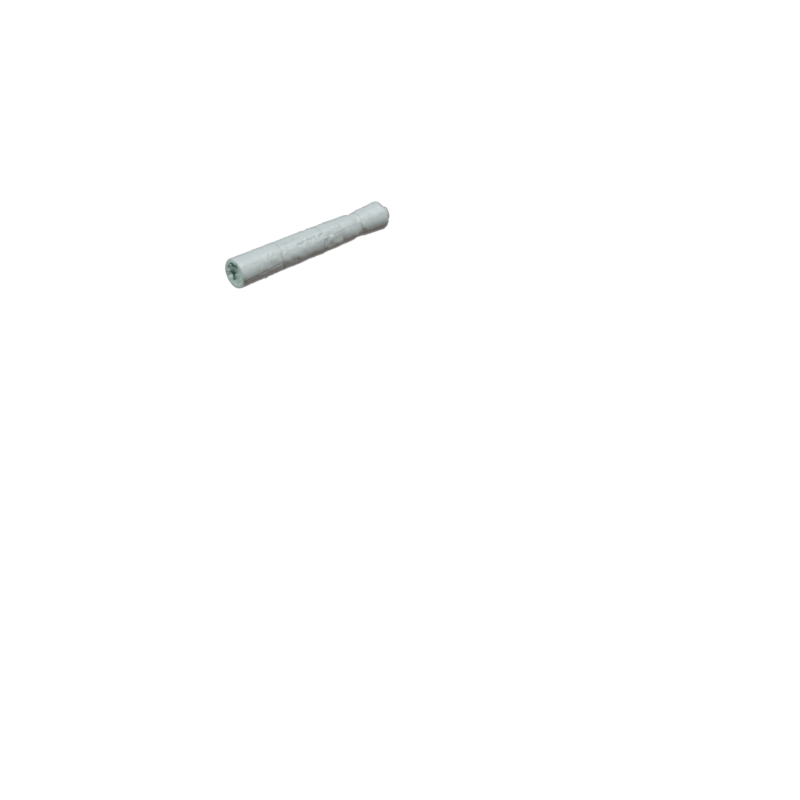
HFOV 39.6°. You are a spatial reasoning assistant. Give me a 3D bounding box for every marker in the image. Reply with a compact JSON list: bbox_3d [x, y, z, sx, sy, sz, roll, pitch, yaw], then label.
[{"bbox_3d":[-0.053,-0.097,0.678,0.120,0.019,0.021,-28,20,-34],"label":"marker"}]
